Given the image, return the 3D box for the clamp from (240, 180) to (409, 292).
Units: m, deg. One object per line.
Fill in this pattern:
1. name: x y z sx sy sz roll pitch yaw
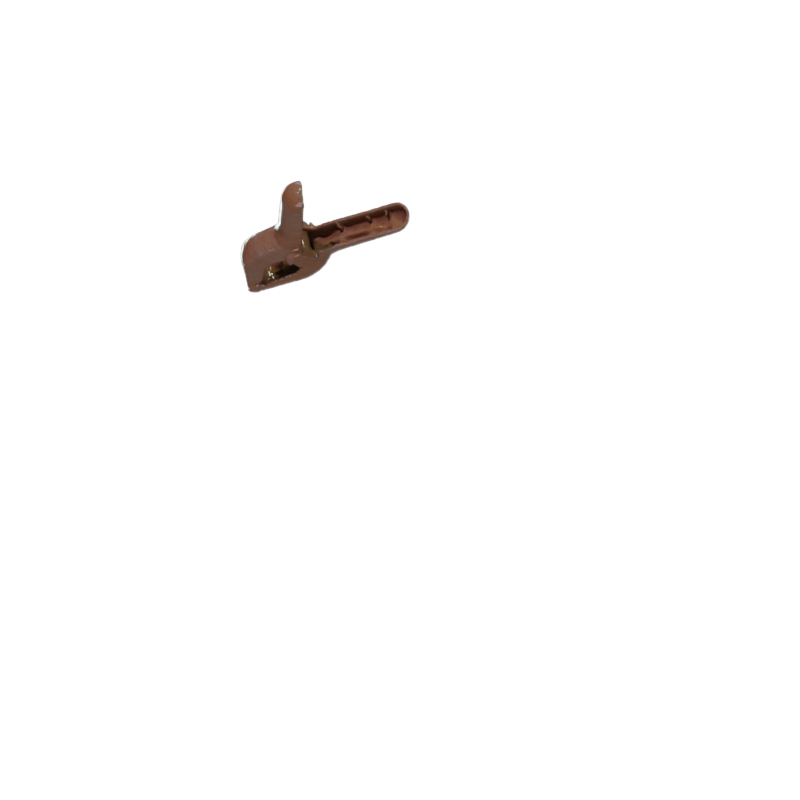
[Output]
1. clamp: -0.075 -0.136 0.954 0.115 0.041 0.170 10 -21 -27
